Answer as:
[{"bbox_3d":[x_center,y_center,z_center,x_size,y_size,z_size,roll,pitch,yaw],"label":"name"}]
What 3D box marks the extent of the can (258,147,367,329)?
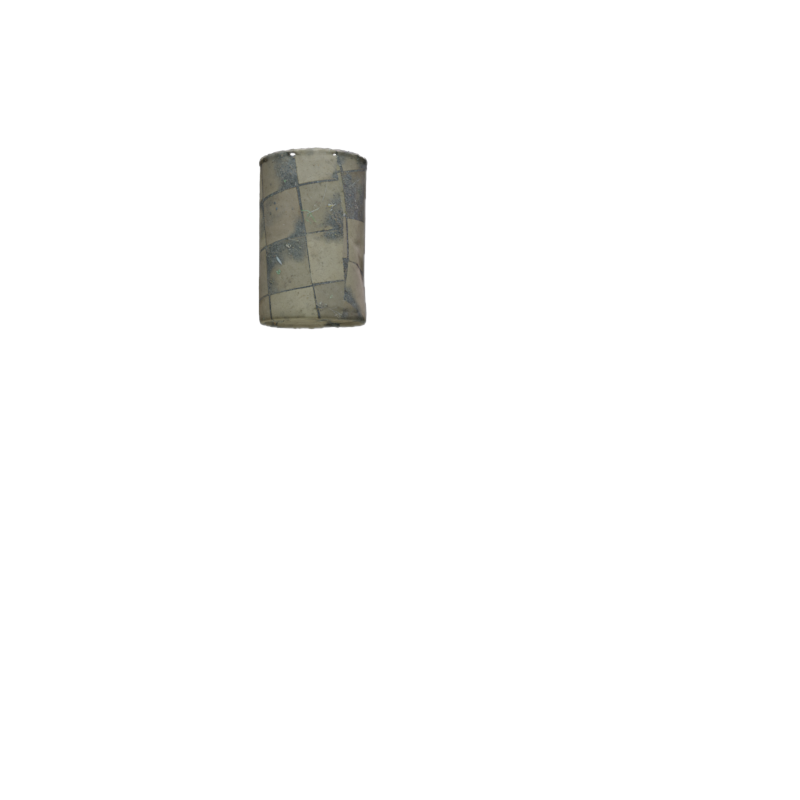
[{"bbox_3d":[-0.053,-0.098,0.683,0.068,0.104,0.067,0,-7,-2],"label":"can"}]
